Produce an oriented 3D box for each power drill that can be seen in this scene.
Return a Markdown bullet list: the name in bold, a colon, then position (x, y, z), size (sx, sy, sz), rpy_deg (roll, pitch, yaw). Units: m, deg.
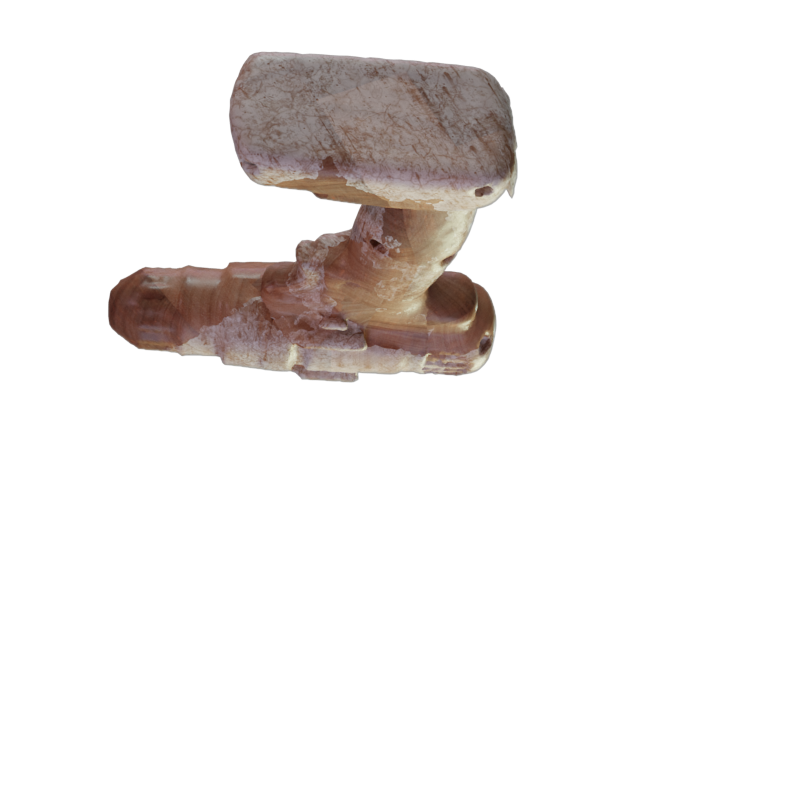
- **power drill**: position (-0.037, -0.068, 0.474), size (0.183, 0.061, 0.178), rpy_deg (3, -25, -6)
